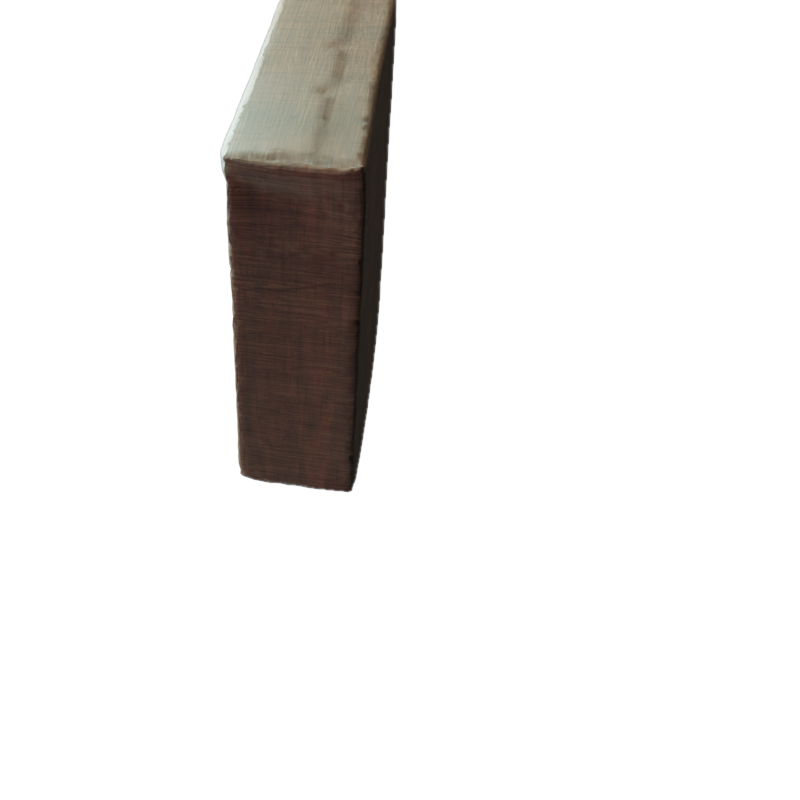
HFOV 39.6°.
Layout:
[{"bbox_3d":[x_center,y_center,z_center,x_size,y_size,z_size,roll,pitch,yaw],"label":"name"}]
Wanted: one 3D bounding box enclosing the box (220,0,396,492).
[{"bbox_3d":[-0.046,-0.085,0.593,0.072,0.199,0.175,5,42,2],"label":"box"}]
